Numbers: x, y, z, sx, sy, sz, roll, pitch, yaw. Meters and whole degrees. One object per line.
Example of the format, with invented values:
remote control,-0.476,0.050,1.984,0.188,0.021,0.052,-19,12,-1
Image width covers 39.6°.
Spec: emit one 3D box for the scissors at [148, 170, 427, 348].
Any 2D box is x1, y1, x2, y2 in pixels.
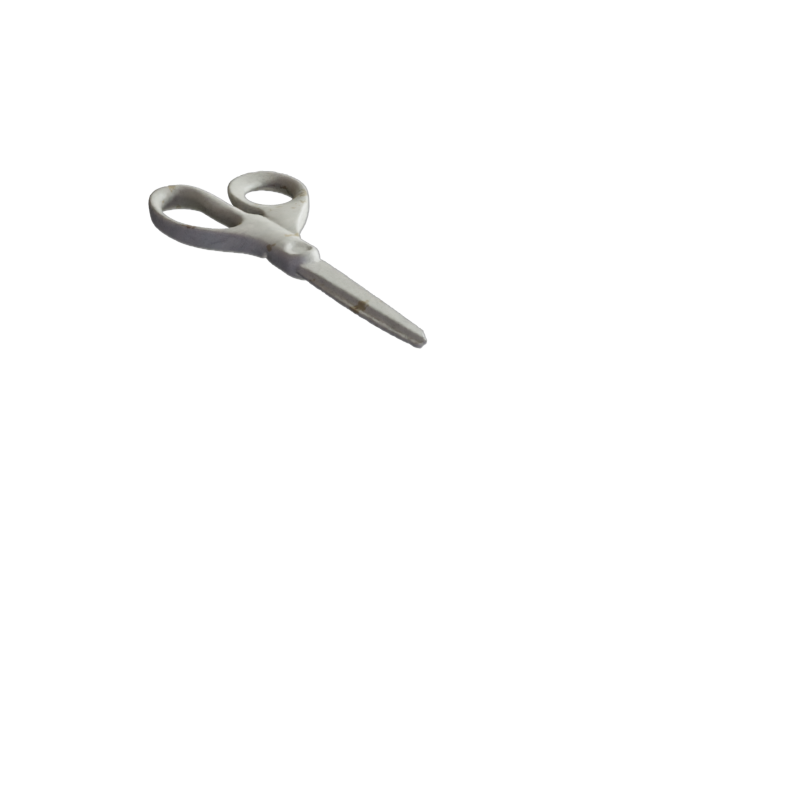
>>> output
scissors,-0.045,-0.082,0.572,0.214,0.015,0.097,24,40,32
